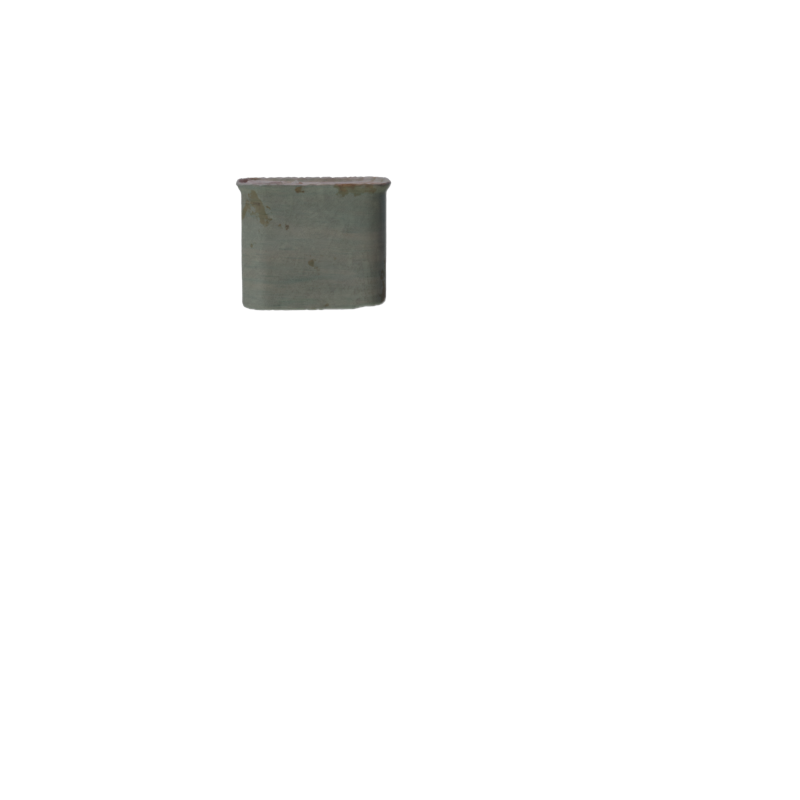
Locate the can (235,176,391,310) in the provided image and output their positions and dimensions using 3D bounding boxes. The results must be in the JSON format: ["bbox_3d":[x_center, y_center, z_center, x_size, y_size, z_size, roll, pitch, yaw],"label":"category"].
[{"bbox_3d":[-0.058,-0.106,0.742,0.101,0.082,0.059,0,11,-3],"label":"can"}]
